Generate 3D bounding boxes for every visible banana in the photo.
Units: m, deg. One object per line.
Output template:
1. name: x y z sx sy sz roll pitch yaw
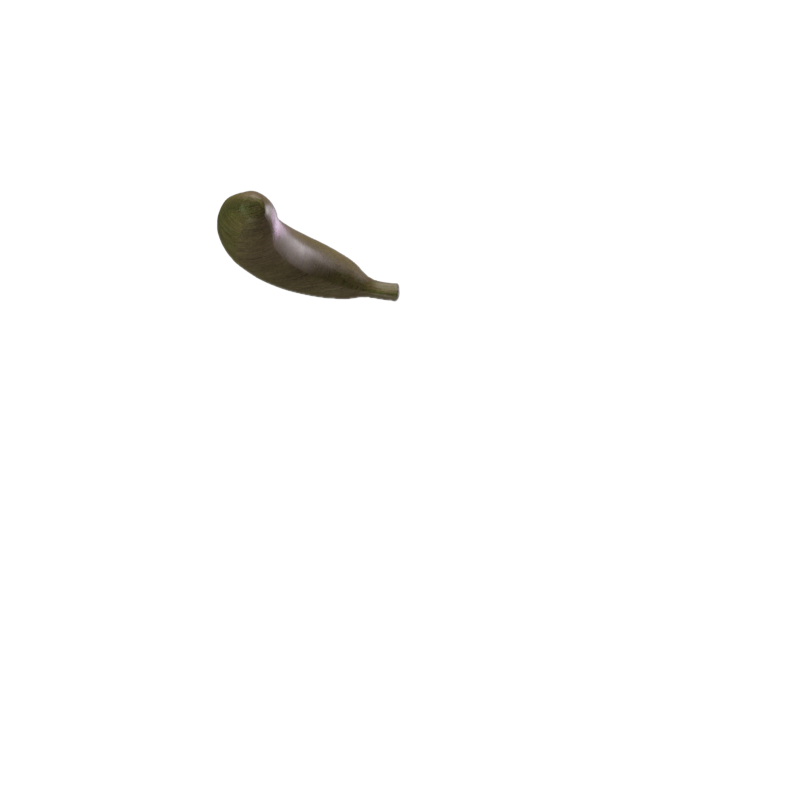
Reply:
1. banana: -0.068 -0.094 0.681 0.071 0.038 0.187 -5 -10 24
